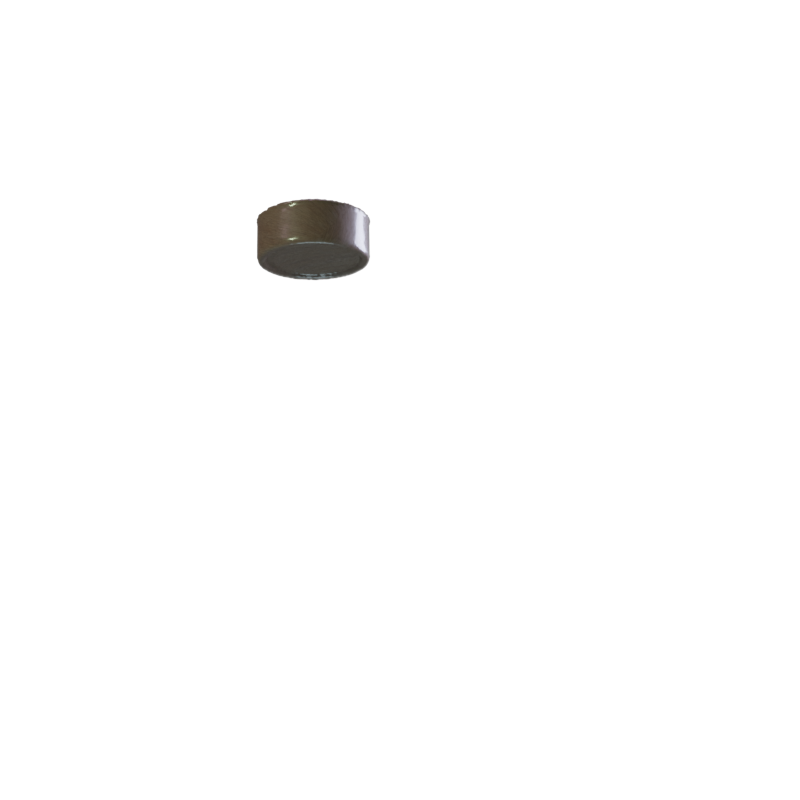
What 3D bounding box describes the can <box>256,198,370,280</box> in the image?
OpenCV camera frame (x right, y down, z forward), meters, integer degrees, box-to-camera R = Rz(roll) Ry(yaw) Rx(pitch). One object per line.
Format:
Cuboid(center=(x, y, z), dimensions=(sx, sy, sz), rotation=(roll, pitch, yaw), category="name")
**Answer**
Cuboid(center=(-0.065, -0.119, 0.833), dimensions=(0.086, 0.035, 0.082), rotation=(0, -15, -2), category="can")
